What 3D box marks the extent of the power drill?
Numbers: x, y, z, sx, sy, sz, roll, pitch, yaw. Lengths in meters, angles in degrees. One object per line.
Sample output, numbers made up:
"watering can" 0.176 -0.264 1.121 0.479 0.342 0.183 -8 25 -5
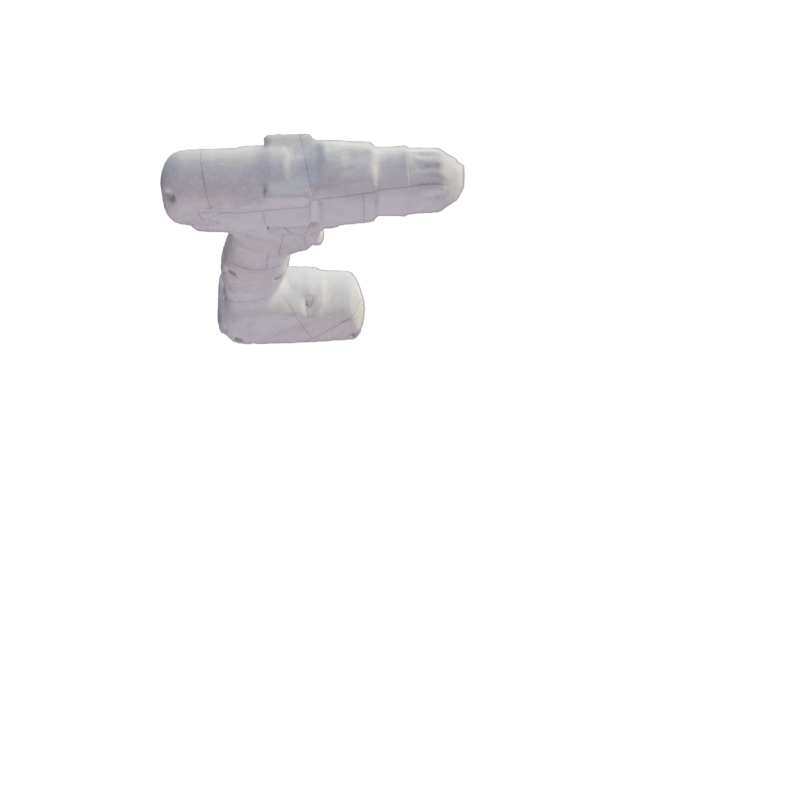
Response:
"power drill" -0.057 -0.105 0.733 0.184 0.061 0.176 1 -28 -2
